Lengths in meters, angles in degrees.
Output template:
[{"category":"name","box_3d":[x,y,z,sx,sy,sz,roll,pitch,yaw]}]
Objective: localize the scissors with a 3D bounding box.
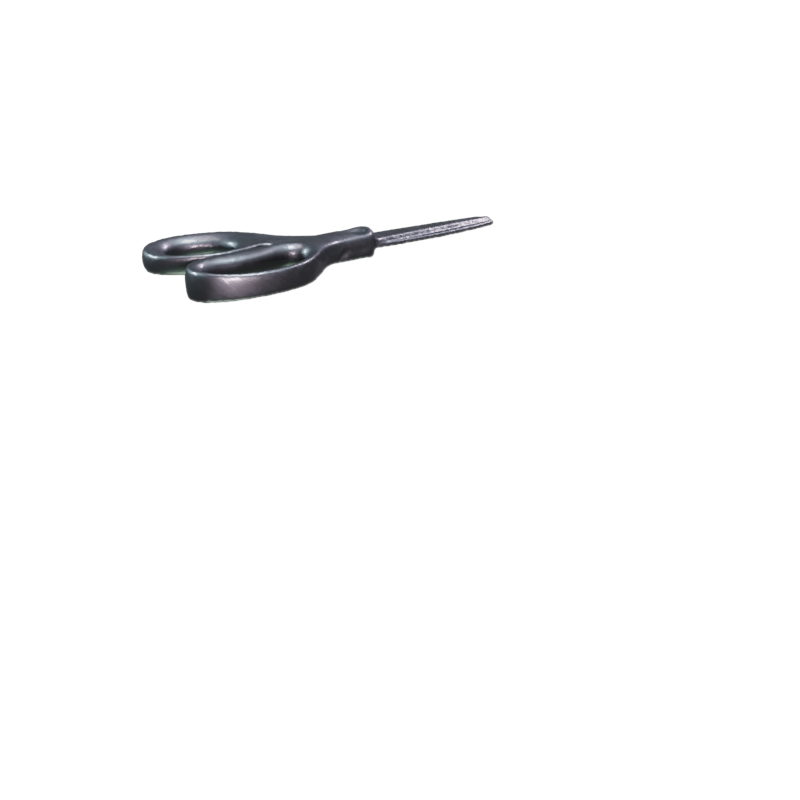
[{"category":"scissors","box_3d":[-0.043,-0.079,0.551,0.101,0.015,0.200,12,23,31]}]
